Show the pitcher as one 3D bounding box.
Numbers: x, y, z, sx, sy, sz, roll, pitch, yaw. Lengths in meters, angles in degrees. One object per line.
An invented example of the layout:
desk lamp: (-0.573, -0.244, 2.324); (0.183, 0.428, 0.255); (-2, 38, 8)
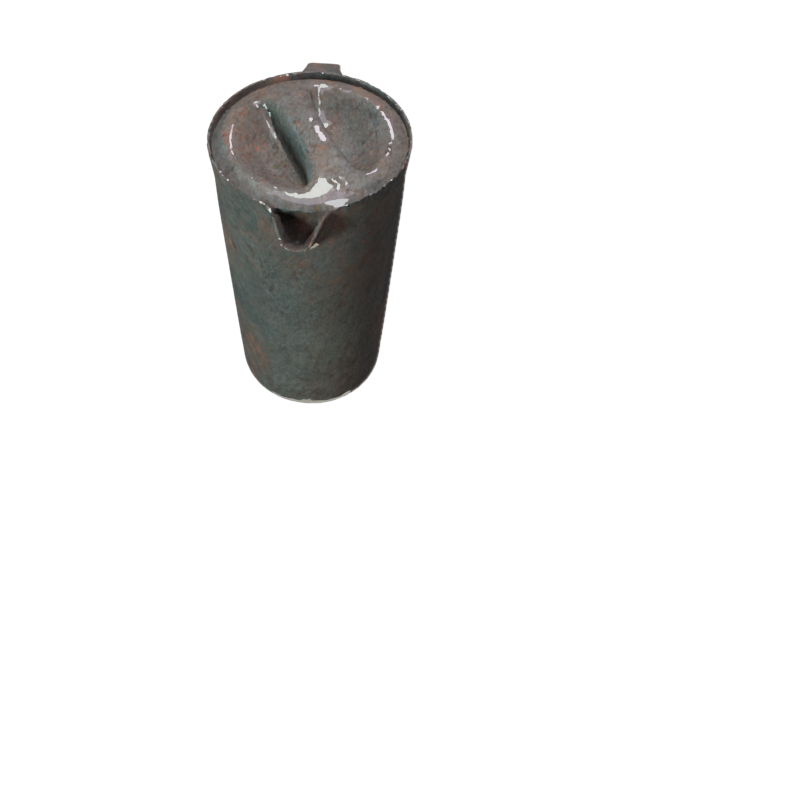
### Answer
pitcher: (-0.063, -0.115, 0.808); (0.150, 0.227, 0.154); (-34, 61, -26)
